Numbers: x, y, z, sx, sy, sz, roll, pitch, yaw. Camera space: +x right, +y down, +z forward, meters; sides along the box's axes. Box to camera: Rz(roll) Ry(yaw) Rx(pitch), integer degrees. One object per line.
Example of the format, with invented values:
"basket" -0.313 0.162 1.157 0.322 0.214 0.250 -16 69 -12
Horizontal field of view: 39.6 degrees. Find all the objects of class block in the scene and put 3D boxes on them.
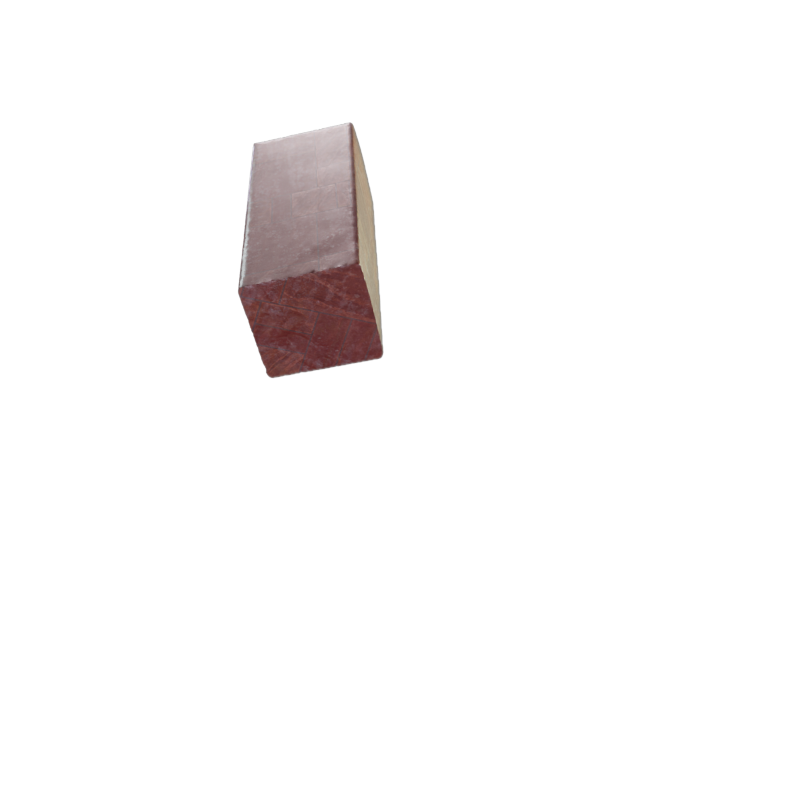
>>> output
"block" -0.068 -0.125 0.876 0.091 0.084 0.221 -11 39 5
